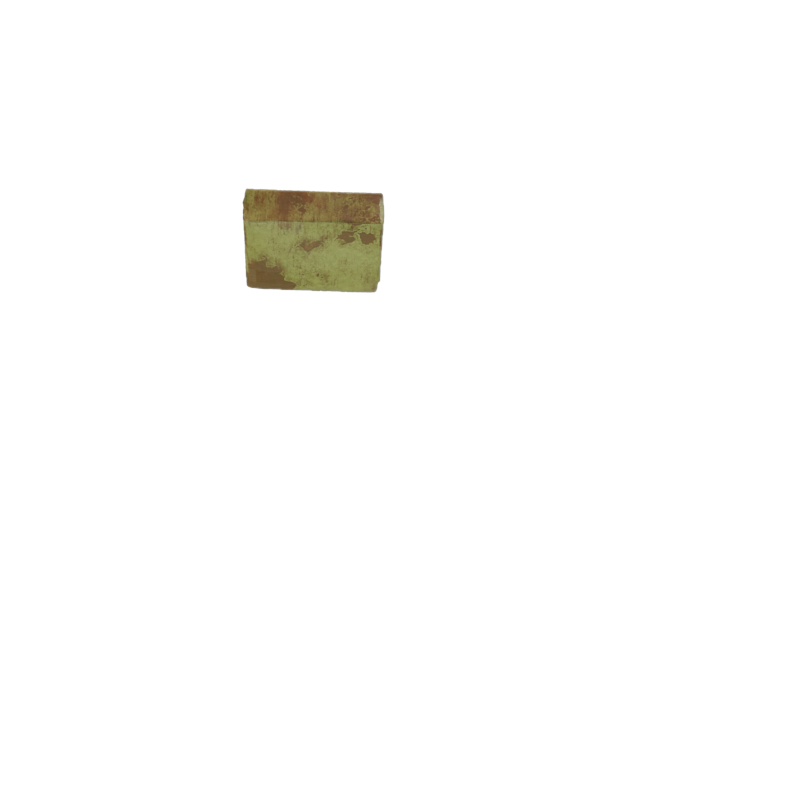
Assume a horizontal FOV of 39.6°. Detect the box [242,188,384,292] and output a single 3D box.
[{"bbox_3d":[-0.071,-0.129,0.906,0.113,0.042,0.084,1,-36,-2],"label":"box"}]
